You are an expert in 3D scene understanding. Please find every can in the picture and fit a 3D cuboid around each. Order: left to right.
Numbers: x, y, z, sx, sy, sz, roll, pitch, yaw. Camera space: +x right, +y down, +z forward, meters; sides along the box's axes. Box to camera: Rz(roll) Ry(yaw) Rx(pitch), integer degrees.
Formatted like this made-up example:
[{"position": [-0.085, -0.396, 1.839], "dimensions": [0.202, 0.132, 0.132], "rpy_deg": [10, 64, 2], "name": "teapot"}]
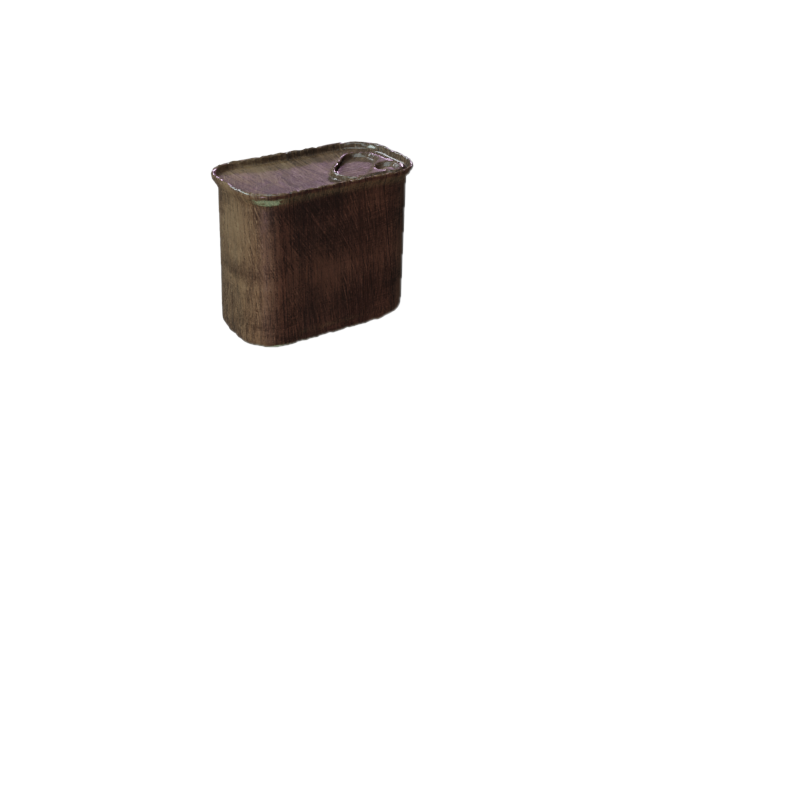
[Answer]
[{"position": [-0.045, -0.083, 0.578], "dimensions": [0.100, 0.079, 0.062], "rpy_deg": [-16, 30, -30], "name": "can"}]
